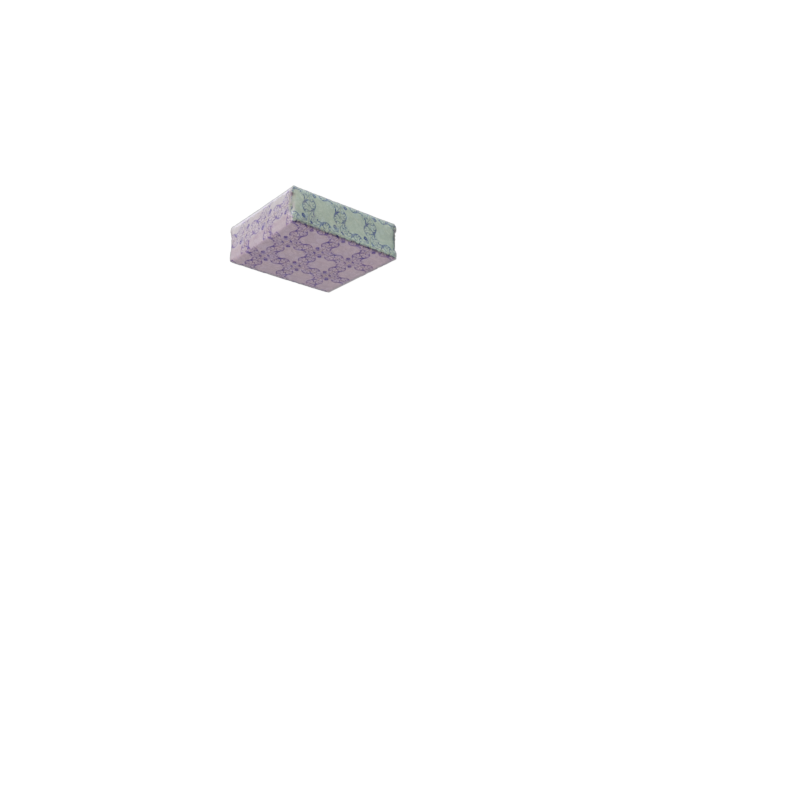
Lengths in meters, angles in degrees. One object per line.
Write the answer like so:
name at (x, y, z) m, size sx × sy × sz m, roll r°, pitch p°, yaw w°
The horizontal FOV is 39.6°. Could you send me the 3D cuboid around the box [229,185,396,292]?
box at (-0.058, -0.106, 0.745) m, size 0.084 × 0.032 × 0.073 m, roll 15°, pitch -26°, yaw -36°
